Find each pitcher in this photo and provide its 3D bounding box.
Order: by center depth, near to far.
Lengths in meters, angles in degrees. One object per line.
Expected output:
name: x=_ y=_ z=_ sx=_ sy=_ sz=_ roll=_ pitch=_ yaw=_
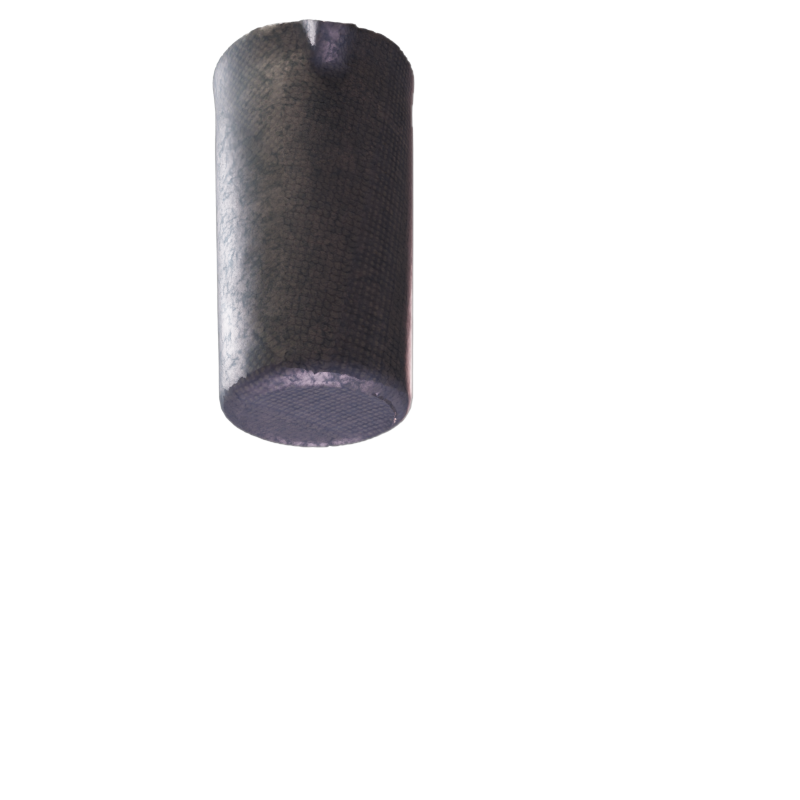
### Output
pitcher: x=-0.053 y=-0.098 z=0.683 sx=0.146 sy=0.258 sz=0.139 roll=-19 pitch=-33 yaw=28
